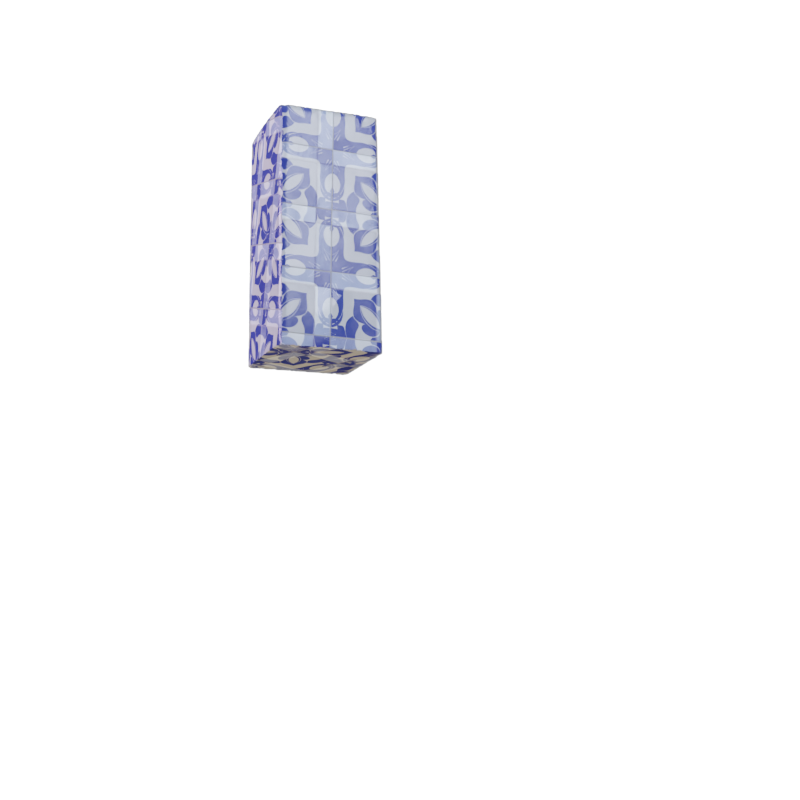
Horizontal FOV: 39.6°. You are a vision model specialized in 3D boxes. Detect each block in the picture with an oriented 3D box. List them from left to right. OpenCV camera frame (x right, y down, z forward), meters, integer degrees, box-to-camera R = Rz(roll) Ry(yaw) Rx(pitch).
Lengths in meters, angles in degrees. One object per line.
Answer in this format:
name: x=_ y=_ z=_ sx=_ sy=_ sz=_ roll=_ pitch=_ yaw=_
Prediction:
block: x=-0.074 y=-0.135 z=0.942 sx=0.088 sy=0.215 sz=0.089 roll=6 pitch=-19 yaw=-21
